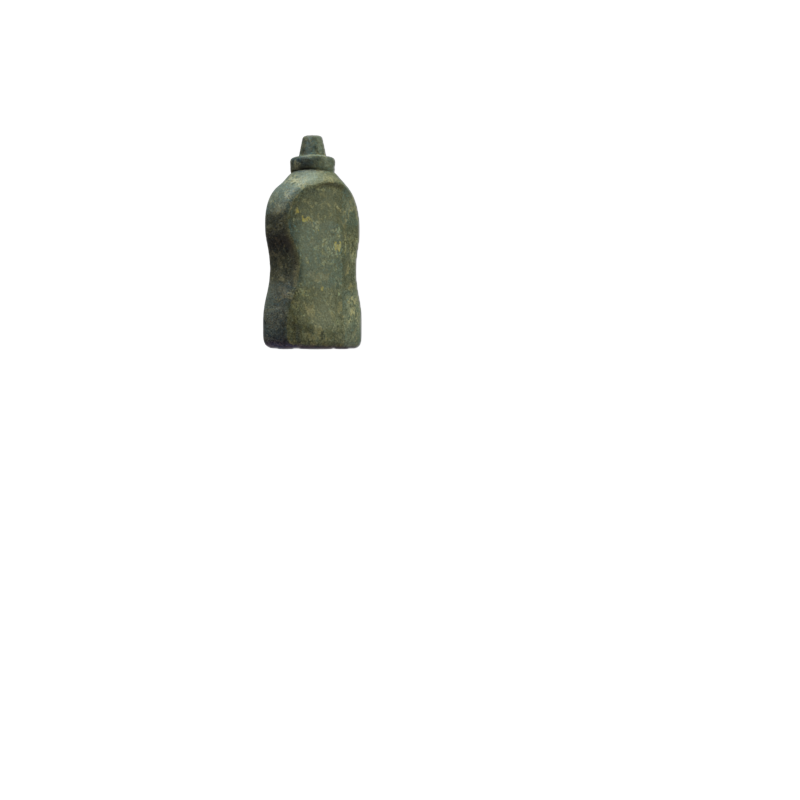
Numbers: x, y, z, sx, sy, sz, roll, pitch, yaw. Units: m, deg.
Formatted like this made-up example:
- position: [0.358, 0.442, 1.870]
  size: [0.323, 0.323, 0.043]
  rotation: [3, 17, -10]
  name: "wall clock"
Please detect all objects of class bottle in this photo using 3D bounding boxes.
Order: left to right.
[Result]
- position: [-0.078, -0.142, 0.994]
  size: [0.092, 0.194, 0.060]
  rotation: [4, -7, -42]
  name: "bottle"
